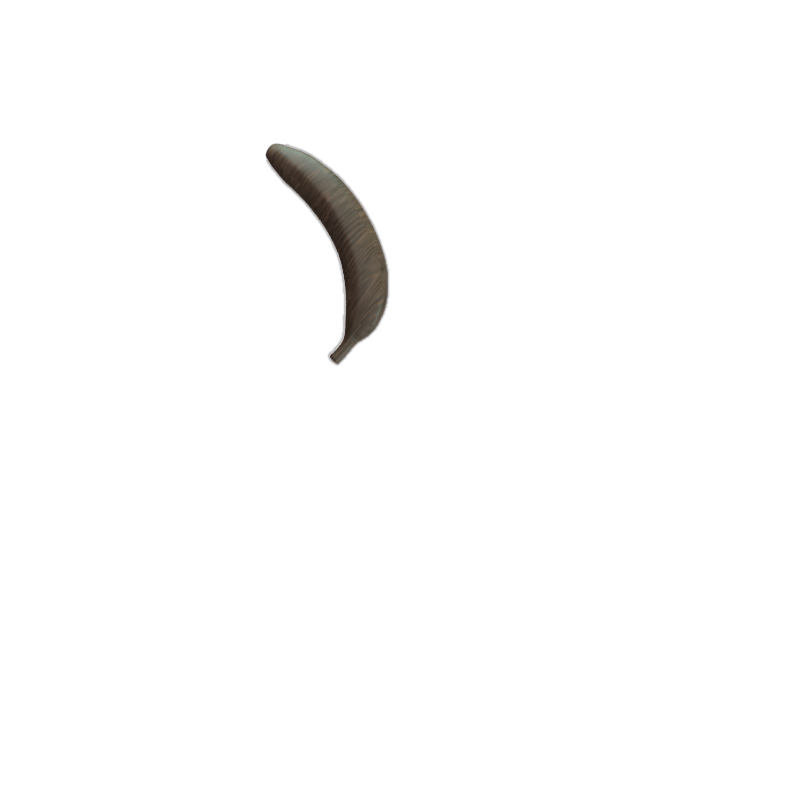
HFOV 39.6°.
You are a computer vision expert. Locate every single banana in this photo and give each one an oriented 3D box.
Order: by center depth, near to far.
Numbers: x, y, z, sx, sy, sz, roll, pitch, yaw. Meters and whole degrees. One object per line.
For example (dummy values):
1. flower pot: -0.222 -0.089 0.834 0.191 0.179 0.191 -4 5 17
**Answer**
1. banana: -0.054 -0.134 0.925 0.069 0.206 0.035 -17 -16 -5
